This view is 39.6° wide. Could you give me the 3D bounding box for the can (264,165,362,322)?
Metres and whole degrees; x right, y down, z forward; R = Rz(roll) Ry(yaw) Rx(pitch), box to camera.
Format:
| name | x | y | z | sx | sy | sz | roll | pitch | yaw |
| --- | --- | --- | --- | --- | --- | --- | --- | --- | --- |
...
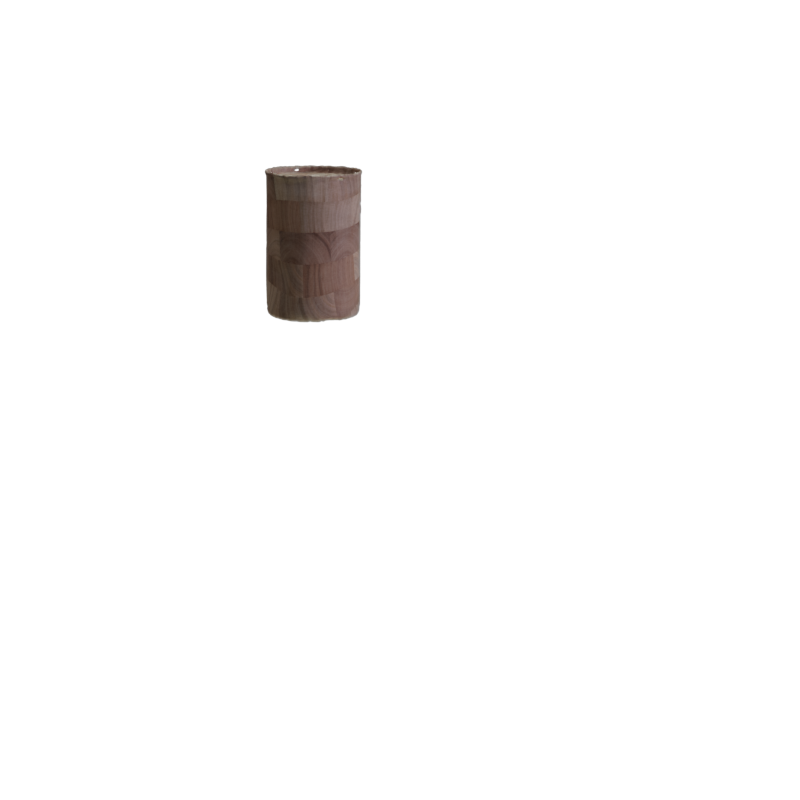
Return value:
| name | x | y | z | sx | sy | sz | roll | pitch | yaw |
| --- | --- | --- | --- | --- | --- | --- | --- | --- | --- |
| can | -0.061 | -0.111 | 0.780 | 0.068 | 0.100 | 0.070 | 0 | 12 | -2 |
